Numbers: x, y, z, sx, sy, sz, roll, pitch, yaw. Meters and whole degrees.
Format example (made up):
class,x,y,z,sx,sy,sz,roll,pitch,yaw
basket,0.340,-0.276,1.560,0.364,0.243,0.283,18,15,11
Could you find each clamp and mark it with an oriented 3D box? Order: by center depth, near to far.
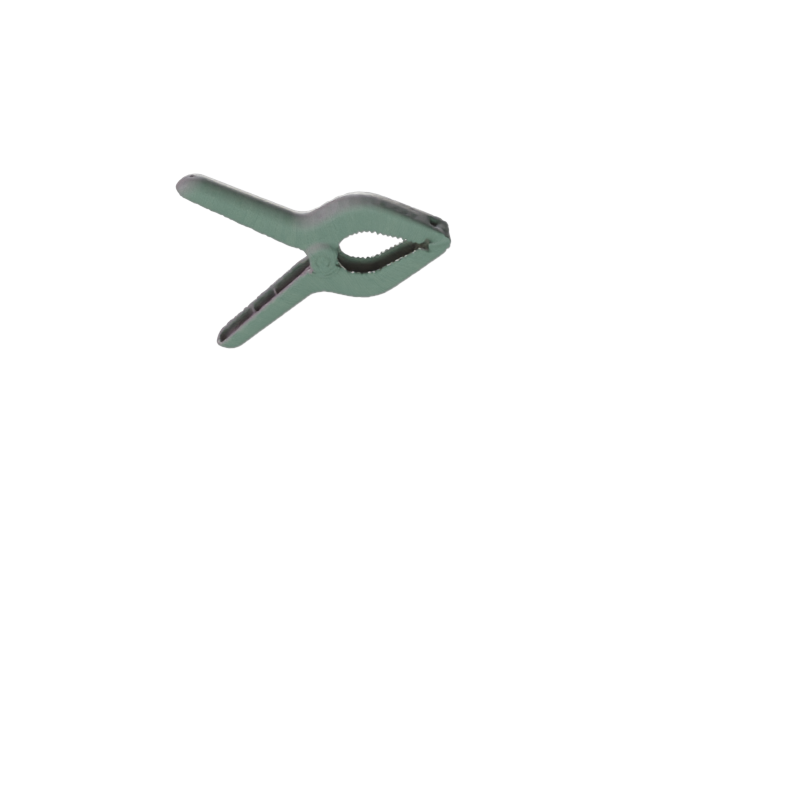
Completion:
class,x,y,z,sx,sy,sz,roll,pitch,yaw
clamp,-0.068,-0.125,0.872,0.211,0.152,0.039,-12,37,9
